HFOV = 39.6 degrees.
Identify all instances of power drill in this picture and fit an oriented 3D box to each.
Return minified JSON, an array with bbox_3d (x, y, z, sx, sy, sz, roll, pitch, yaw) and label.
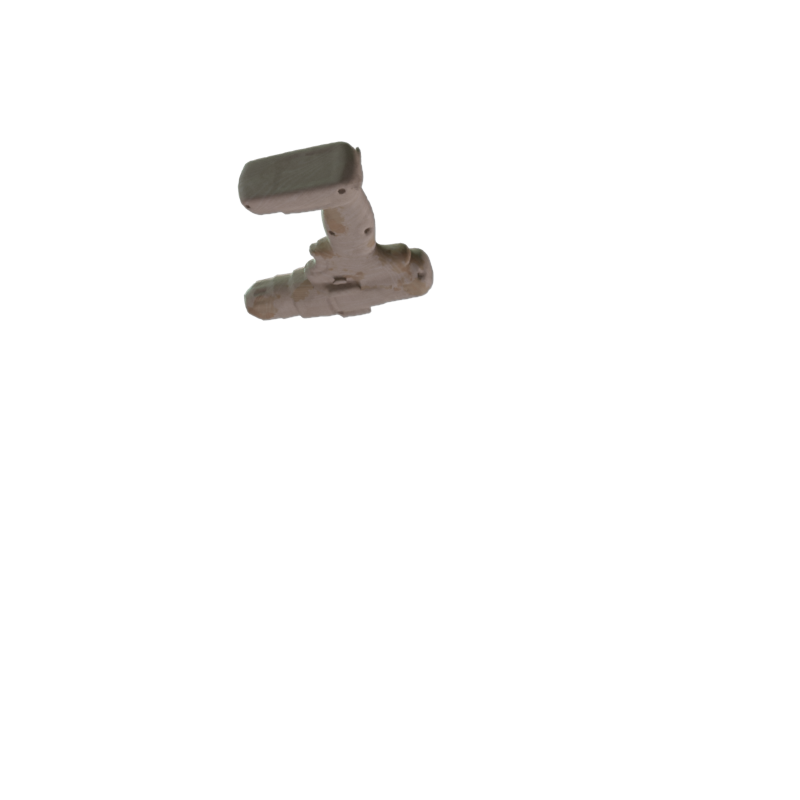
[{"bbox_3d":[-0.078,-0.142,0.997,0.186,0.061,0.173,-10,-36,14],"label":"power drill"}]
